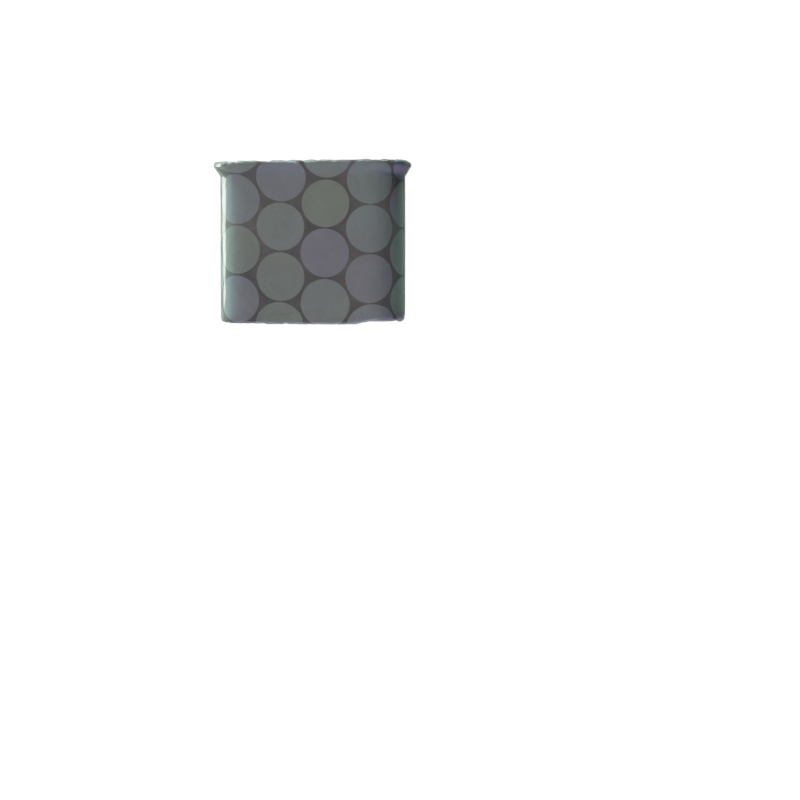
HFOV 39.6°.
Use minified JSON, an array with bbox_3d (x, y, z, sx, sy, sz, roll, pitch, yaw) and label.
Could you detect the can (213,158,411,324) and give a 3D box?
[{"bbox_3d":[-0.046,-0.084,0.586,0.103,0.083,0.057,1,3,9],"label":"can"}]
